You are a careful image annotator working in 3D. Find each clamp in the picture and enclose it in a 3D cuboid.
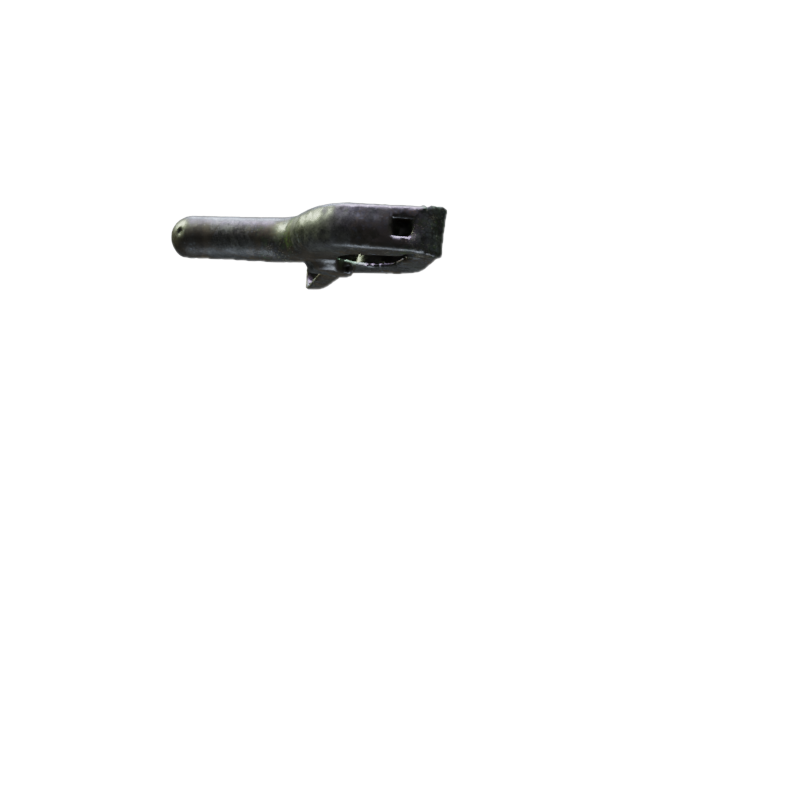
[{"bbox_3d":[-0.050,-0.090,0.632,0.115,0.040,0.175,3,-4,-35],"label":"clamp"}]
